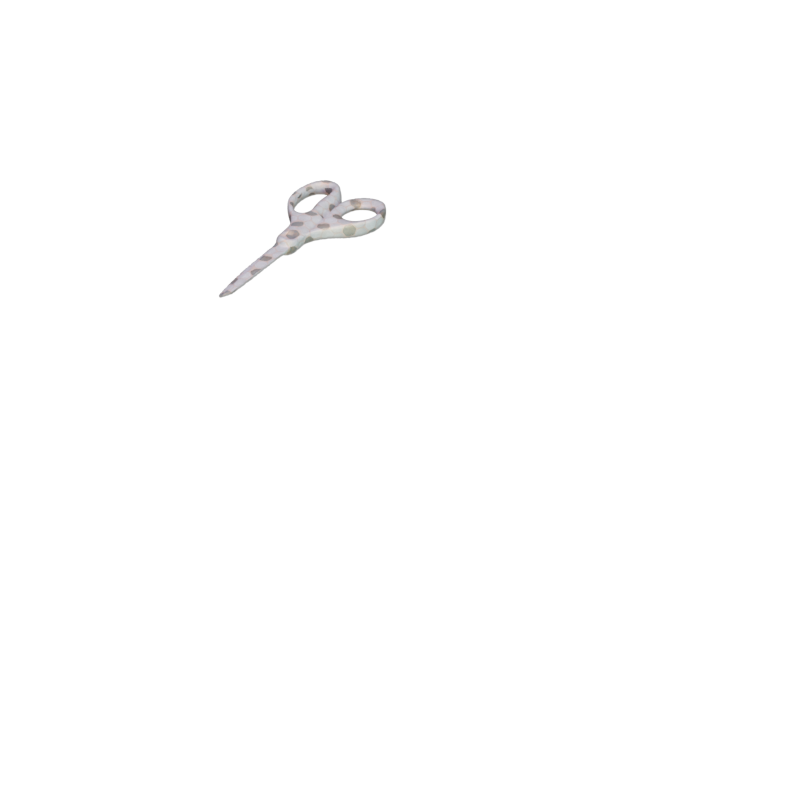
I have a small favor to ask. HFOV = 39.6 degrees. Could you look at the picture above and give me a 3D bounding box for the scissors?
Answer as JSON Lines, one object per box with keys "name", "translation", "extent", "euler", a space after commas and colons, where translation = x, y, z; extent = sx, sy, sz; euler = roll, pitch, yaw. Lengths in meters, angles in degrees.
{"name": "scissors", "translation": [-0.072, -0.132, 0.921], "extent": [0.098, 0.015, 0.211], "euler": [7, 36, 10]}
